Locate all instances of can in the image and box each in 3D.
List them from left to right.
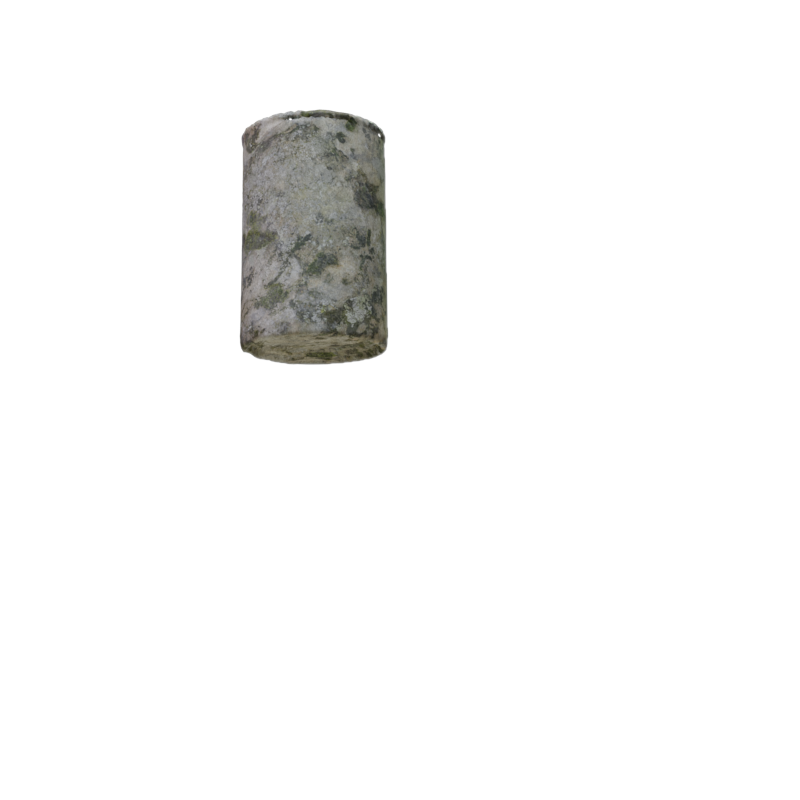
[{"bbox_3d":[-0.040,-0.073,0.508,0.068,0.106,0.066,0,-15,-2],"label":"can"}]
